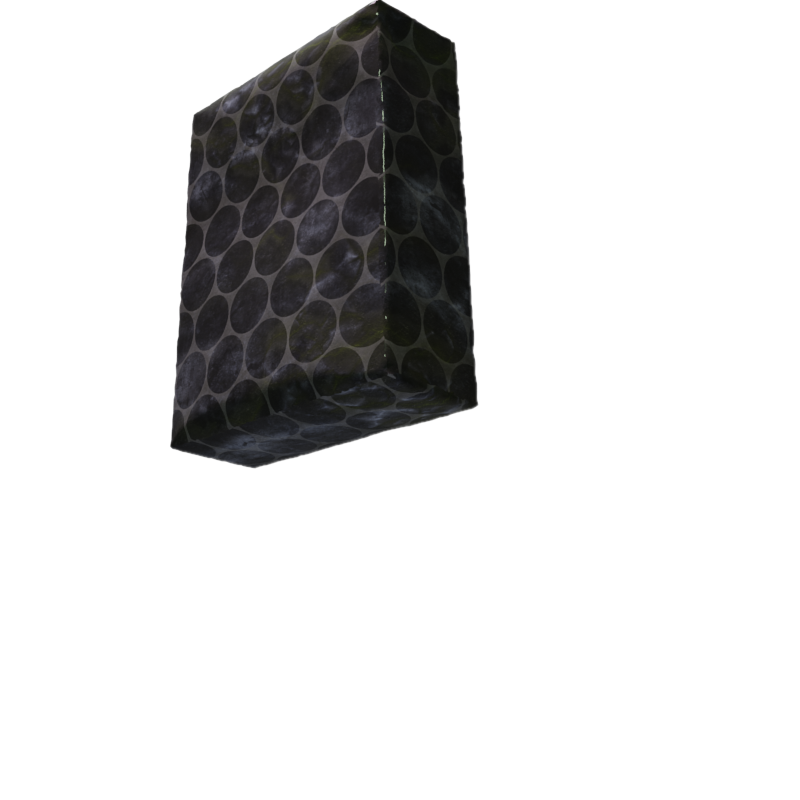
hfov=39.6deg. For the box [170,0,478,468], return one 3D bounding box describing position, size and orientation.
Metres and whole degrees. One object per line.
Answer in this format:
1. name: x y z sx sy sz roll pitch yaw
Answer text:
1. box: -0.047 -0.086 0.603 0.166 0.225 0.067 -20 -30 39
